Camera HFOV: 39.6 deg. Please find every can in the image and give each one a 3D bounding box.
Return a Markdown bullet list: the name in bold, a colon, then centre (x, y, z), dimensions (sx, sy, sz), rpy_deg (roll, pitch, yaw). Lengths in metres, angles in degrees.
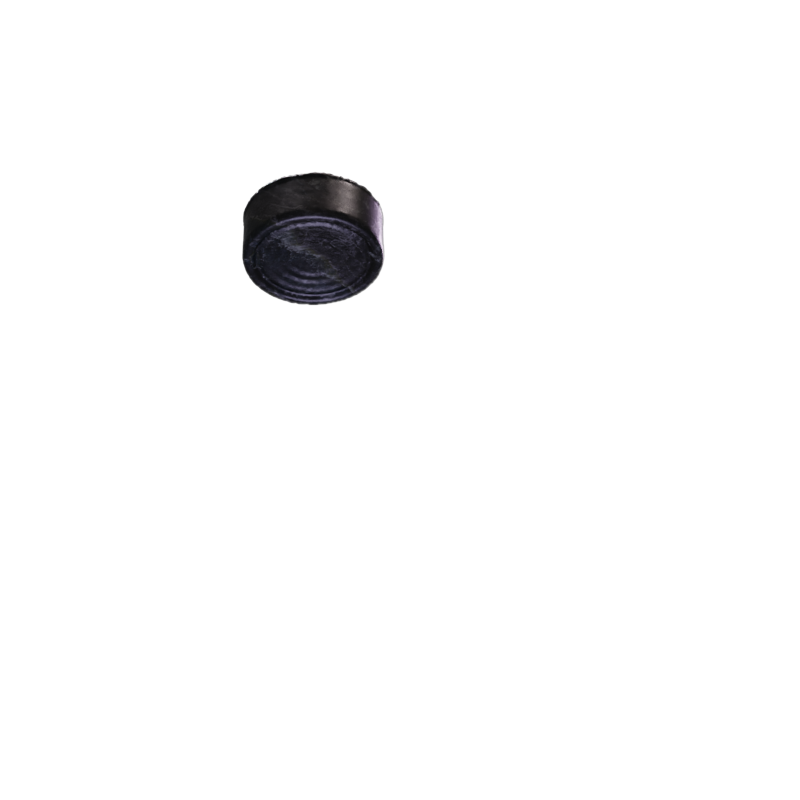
- **can**: centre (-0.052, -0.095, 0.664), dimensions (0.086, 0.036, 0.080), rpy_deg (1, -36, -2)
